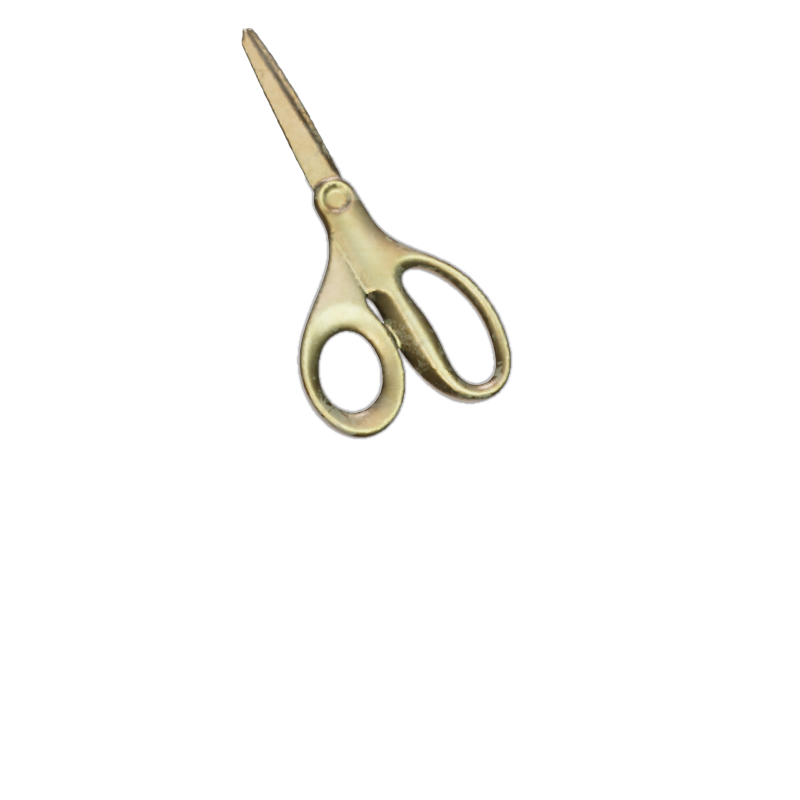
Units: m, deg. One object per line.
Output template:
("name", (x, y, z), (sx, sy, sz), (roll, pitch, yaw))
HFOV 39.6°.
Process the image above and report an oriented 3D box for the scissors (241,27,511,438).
("scissors", (-0.038, -0.069, 0.483), (0.097, 0.210, 0.015), (-39, -15, -12))
